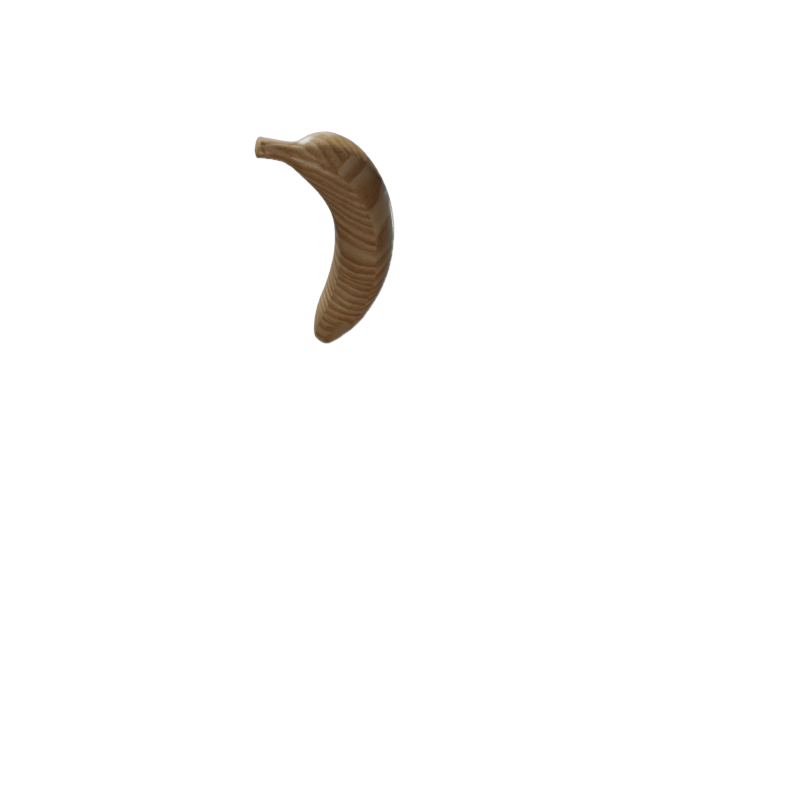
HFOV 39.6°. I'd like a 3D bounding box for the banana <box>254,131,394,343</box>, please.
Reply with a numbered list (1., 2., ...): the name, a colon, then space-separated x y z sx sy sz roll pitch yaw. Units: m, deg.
1. banana: -0.037 -0.105 0.699 0.070 0.039 0.183 -6 -38 6
